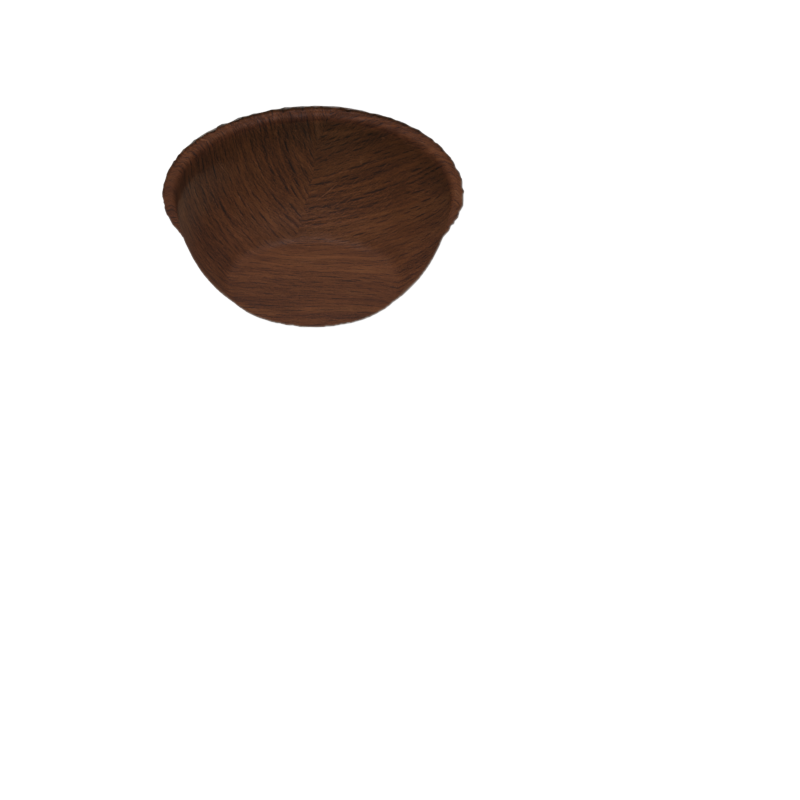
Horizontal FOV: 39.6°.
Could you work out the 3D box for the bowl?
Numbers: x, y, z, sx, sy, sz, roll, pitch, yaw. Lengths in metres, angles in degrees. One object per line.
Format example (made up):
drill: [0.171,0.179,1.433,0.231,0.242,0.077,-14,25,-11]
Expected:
bowl: [-0.046,-0.083,0.583,0.162,0.058,0.153,1,-26,-2]
